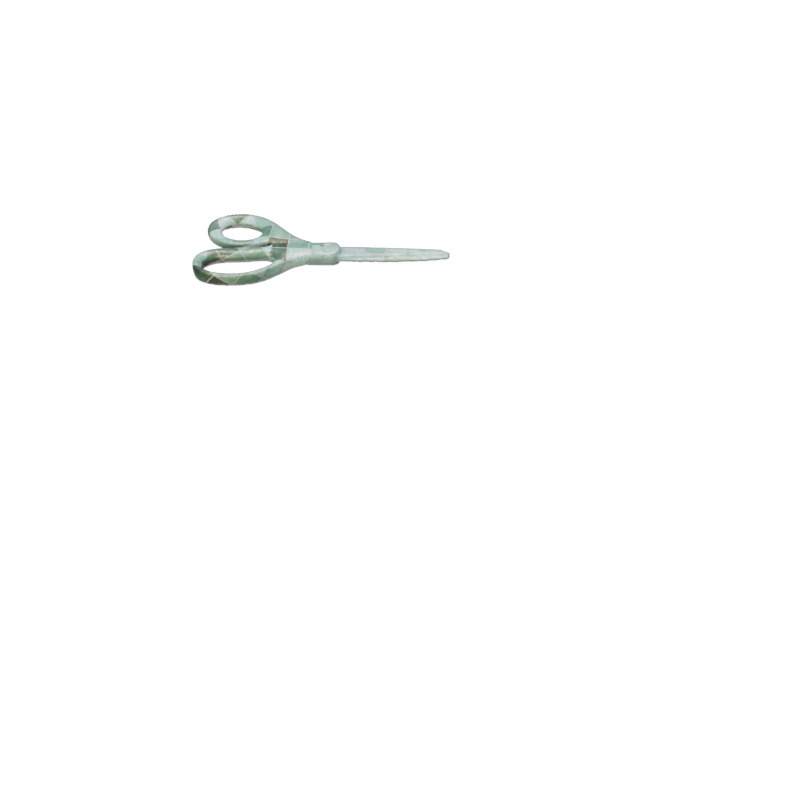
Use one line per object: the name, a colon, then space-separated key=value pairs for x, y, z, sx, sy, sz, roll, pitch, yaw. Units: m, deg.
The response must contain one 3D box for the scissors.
scissors: x=-0.071 y=-0.129 z=0.902 sx=0.199 sy=0.015 sz=0.104 roll=-10 pitch=41 yaw=-12
